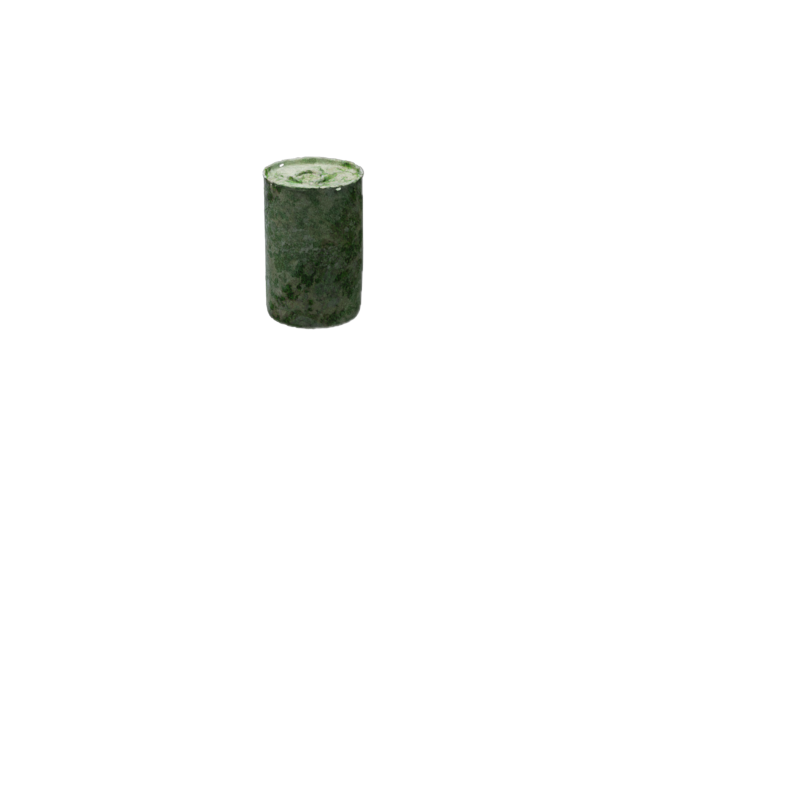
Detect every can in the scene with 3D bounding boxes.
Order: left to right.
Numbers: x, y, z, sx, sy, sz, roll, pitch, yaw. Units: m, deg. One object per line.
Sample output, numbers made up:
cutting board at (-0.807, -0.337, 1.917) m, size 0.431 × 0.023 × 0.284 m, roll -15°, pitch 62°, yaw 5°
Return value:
can at (-0.059, -0.108, 0.757) m, size 0.068 × 0.097 × 0.072 m, roll 0°, pitch 24°, yaw -2°
